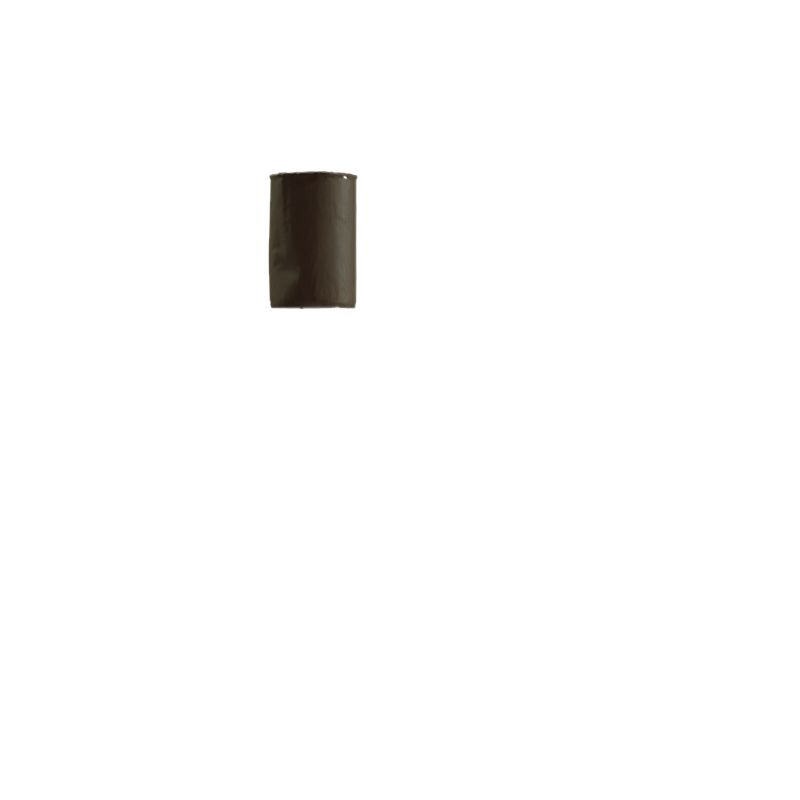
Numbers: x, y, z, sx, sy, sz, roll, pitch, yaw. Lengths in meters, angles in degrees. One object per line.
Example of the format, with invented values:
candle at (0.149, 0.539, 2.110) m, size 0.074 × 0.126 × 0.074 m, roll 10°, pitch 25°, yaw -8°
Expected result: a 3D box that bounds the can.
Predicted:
can at (-0.066, -0.121, 0.849) m, size 0.068 × 0.103 × 0.068 m, roll 0°, pitch 0°, yaw -2°
